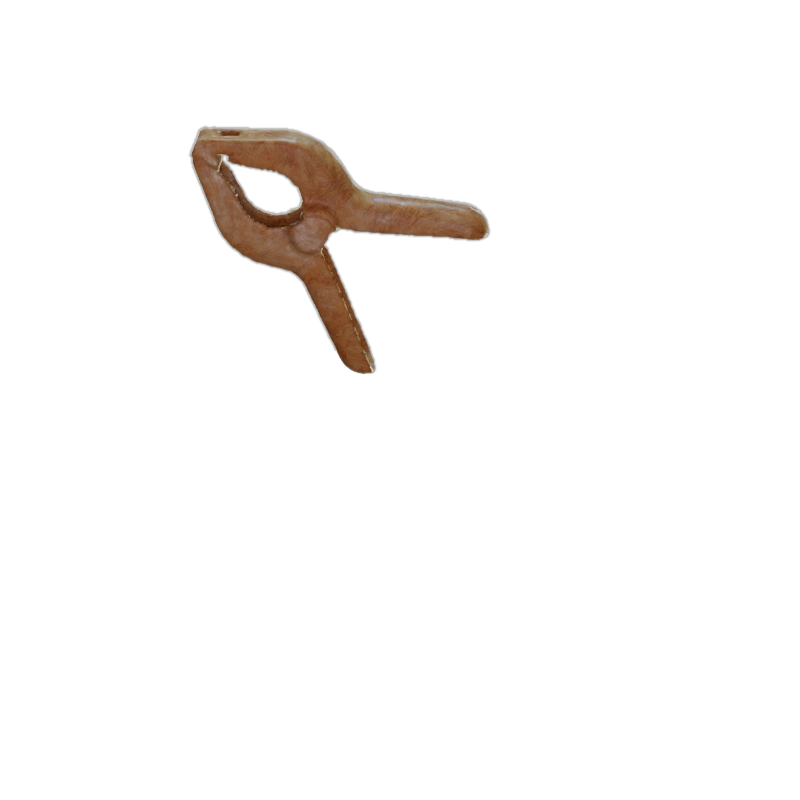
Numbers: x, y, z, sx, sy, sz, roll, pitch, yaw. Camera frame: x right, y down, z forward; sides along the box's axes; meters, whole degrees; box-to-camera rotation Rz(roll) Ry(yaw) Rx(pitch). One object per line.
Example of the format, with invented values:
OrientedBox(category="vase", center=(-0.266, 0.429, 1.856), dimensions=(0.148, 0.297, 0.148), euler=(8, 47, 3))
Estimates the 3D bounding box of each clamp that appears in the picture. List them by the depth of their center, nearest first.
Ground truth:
OrientedBox(category="clamp", center=(-0.050, -0.090, 0.633), dimensions=(0.169, 0.118, 0.041), euler=(27, 13, -7))
